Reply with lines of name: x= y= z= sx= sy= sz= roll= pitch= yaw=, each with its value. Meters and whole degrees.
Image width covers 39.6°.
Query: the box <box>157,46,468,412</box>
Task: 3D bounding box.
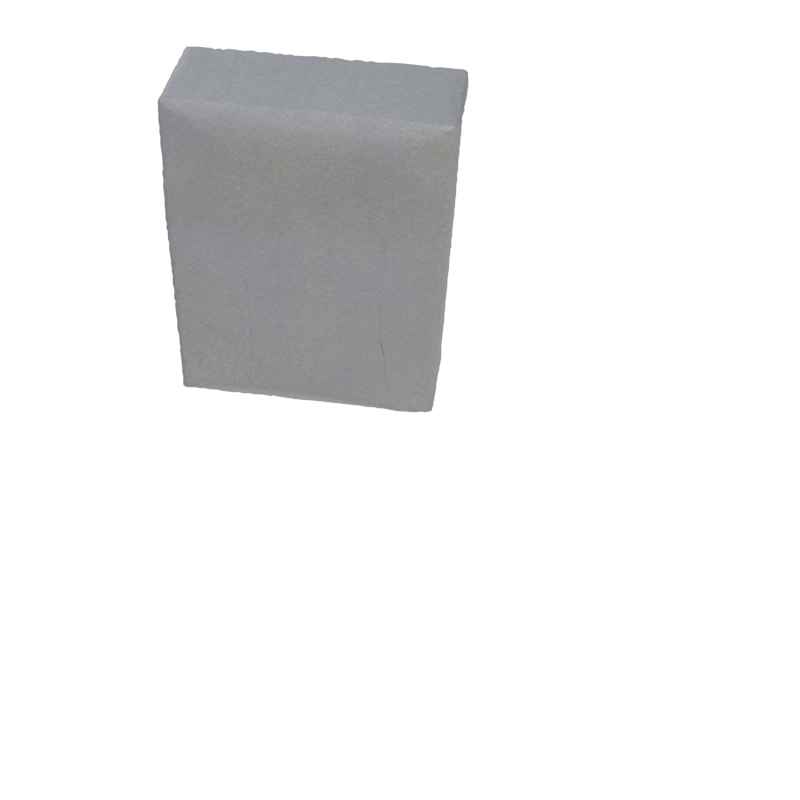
box: x=-0.052 y=-0.094 z=0.661 sx=0.166 sy=0.199 sz=0.076 roll=8 pitch=41 yaw=6
